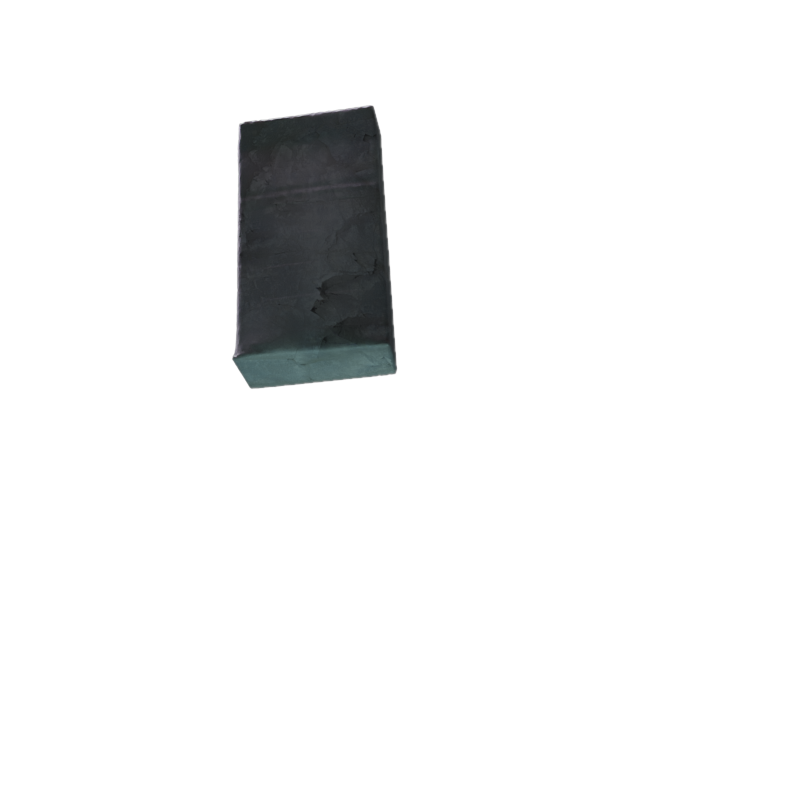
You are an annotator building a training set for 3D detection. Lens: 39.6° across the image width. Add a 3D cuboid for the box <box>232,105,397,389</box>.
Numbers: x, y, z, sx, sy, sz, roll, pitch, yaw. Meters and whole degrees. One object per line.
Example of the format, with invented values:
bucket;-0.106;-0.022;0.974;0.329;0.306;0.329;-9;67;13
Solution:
box;-0.054;-0.099;0.691;0.094;0.188;0.045;-7;-32;7
